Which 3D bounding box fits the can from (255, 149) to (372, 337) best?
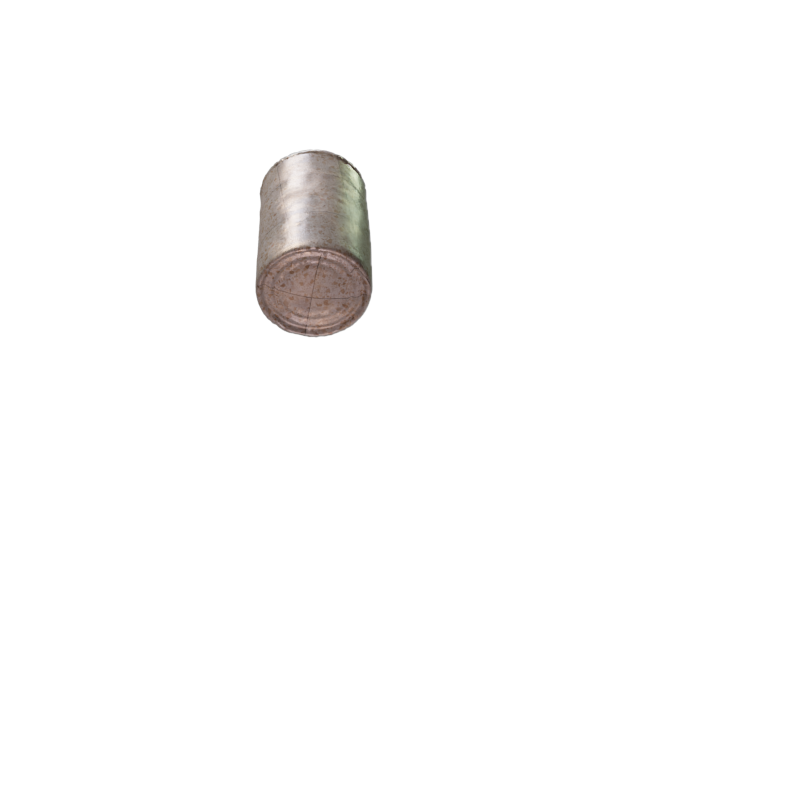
[{"bbox_3d":[-0.052,-0.095,0.664,0.068,0.064,0.110,-1,40,-3],"label":"can"}]
